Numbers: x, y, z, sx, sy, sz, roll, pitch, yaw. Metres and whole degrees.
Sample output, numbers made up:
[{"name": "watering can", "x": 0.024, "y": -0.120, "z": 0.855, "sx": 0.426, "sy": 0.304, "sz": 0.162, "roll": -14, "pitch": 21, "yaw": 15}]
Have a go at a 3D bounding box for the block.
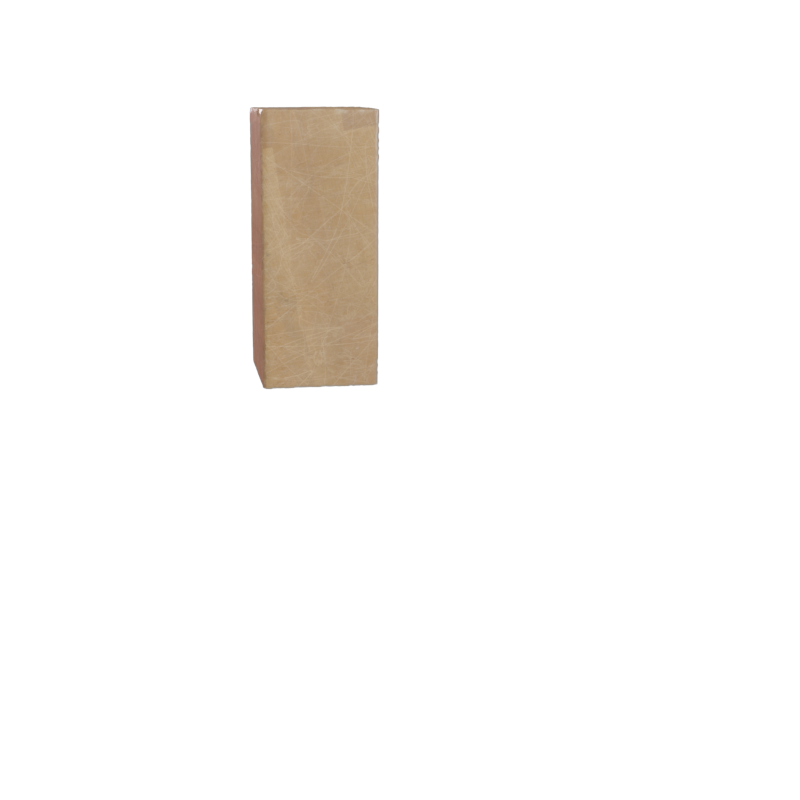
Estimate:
[{"name": "block", "x": -0.068, "y": -0.122, "z": 0.855, "sx": 0.089, "sy": 0.202, "sz": 0.094, "roll": -1, "pitch": 10, "yaw": -11}]
